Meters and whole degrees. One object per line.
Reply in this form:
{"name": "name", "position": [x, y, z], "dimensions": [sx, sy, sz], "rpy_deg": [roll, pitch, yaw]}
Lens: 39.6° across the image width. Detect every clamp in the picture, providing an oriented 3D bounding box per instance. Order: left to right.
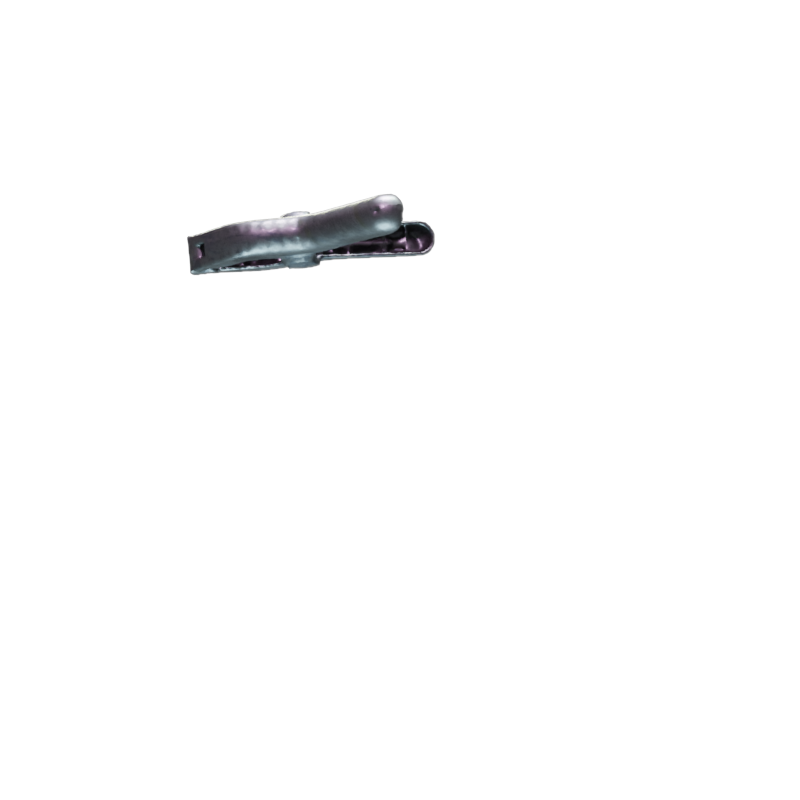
{"name": "clamp", "position": [-0.060, -0.109, 0.766], "dimensions": [0.175, 0.040, 0.114], "rpy_deg": [-3, -9, 23]}
